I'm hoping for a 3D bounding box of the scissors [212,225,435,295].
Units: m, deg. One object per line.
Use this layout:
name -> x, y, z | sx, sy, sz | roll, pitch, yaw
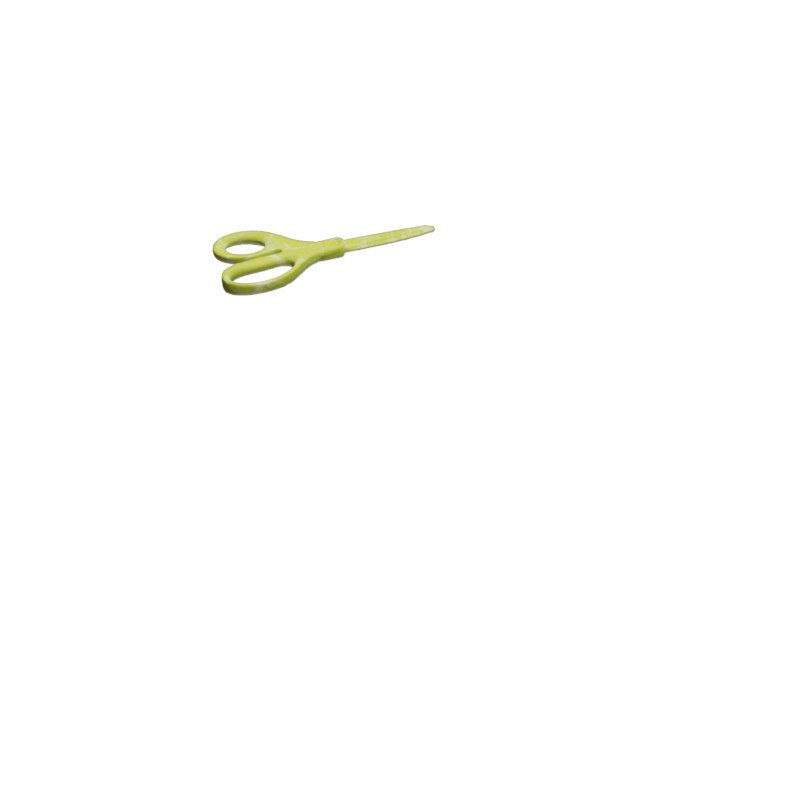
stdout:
scissors -> -0.076, -0.138, 0.969 | 0.200, 0.015, 0.103 | -26, 43, -31
